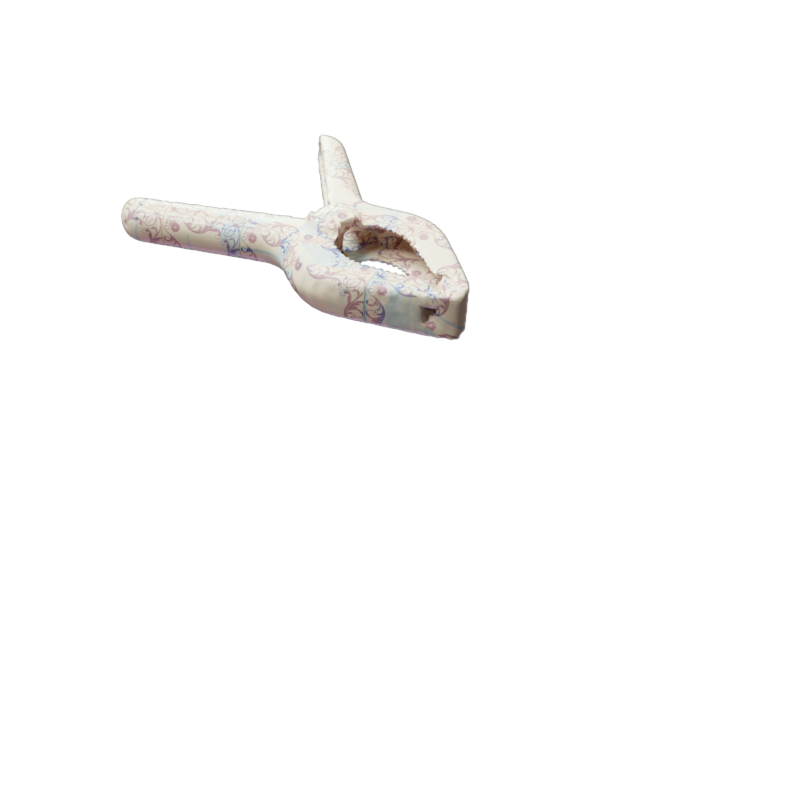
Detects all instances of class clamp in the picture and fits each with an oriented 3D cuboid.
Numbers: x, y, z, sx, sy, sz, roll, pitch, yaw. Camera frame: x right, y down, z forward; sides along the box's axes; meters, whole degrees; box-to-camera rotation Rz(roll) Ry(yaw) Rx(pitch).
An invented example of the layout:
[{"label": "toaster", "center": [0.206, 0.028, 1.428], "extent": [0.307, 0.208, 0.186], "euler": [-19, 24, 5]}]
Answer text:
[{"label": "clamp", "center": [-0.049, -0.090, 0.630], "extent": [0.163, 0.034, 0.226], "euler": [-22, 42, -28]}]
